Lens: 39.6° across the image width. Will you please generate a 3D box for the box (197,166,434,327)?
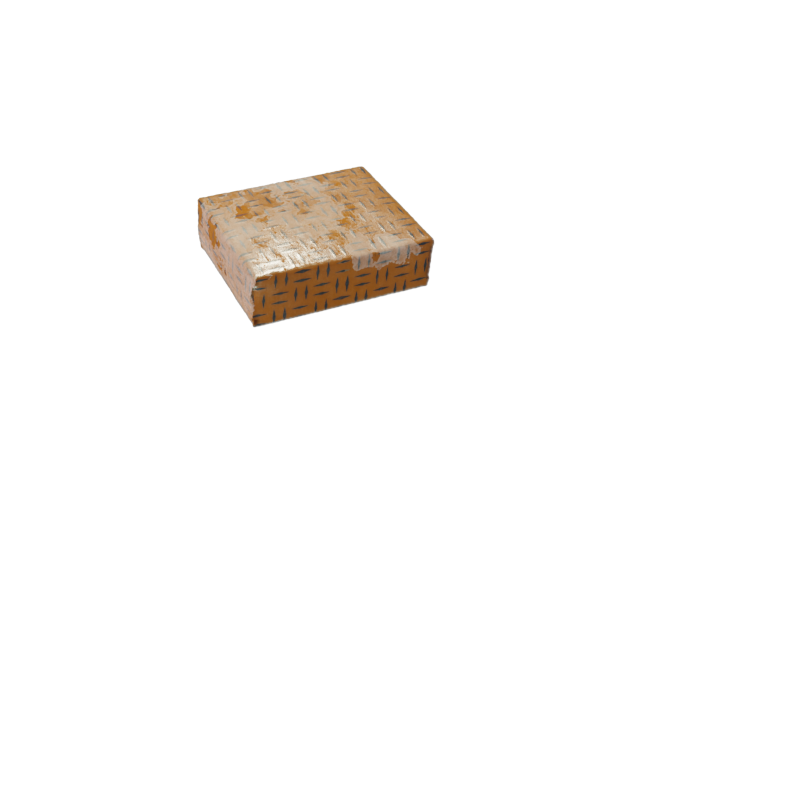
[{"bbox_3d":[-0.051,-0.092,0.645,0.112,0.036,0.097,-17,42,-21],"label":"box"}]
